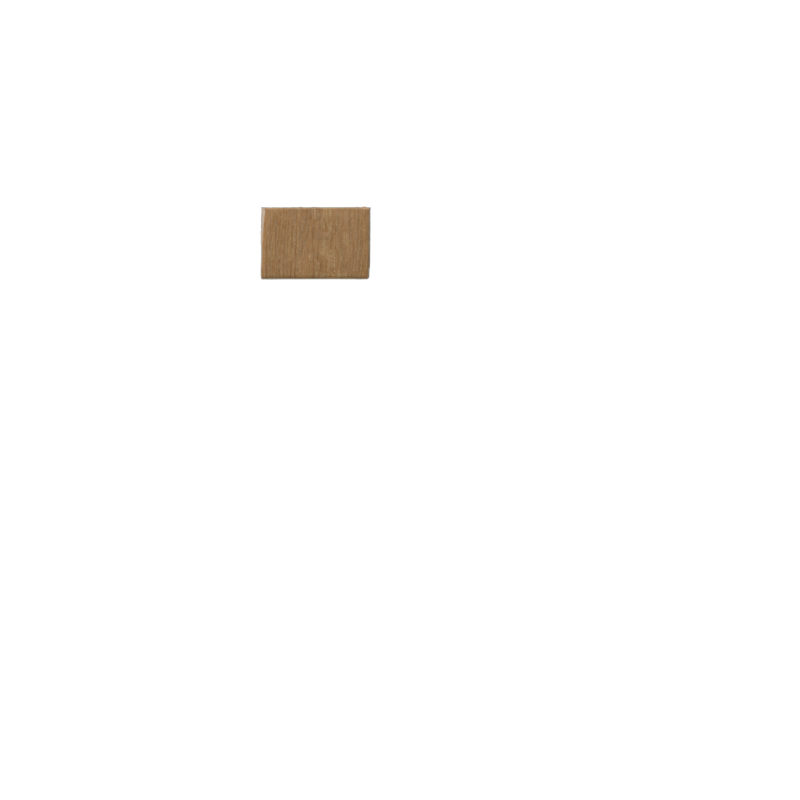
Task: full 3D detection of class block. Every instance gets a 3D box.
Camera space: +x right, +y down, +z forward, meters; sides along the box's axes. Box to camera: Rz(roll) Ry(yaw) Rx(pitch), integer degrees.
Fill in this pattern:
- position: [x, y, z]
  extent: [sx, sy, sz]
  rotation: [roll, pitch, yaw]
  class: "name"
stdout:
- position: [-0.063, -0.114, 0.802]
  extent: [0.077, 0.051, 0.054]
  rotation: [-1, 7, -6]
  class: "block"
